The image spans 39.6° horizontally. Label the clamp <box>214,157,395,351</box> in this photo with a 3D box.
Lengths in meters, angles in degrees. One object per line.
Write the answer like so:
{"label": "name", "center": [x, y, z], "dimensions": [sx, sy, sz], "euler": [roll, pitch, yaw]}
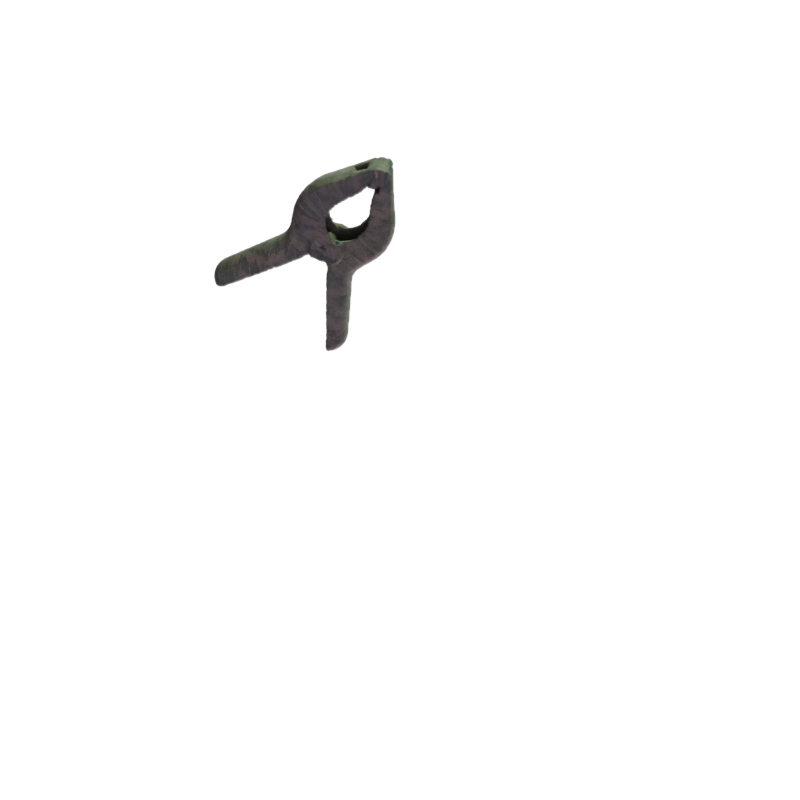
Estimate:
{"label": "clamp", "center": [-0.068, -0.124, 0.866], "dimensions": [0.117, 0.165, 0.042], "euler": [22, 29, -13]}
